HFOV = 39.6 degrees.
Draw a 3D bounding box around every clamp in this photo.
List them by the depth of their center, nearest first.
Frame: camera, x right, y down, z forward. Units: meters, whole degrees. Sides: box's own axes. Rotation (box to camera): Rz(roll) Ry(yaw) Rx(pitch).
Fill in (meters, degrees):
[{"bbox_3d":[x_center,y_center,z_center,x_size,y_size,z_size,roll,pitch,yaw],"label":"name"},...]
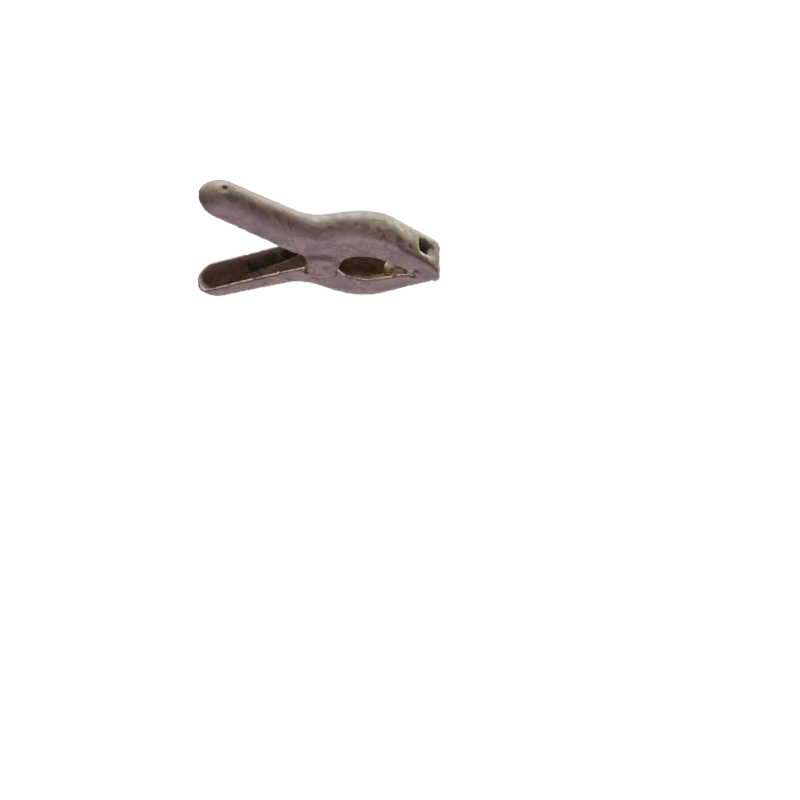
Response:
[{"bbox_3d":[-0.058,-0.106,0.744,0.172,0.041,0.113,-1,-22,2],"label":"clamp"}]
